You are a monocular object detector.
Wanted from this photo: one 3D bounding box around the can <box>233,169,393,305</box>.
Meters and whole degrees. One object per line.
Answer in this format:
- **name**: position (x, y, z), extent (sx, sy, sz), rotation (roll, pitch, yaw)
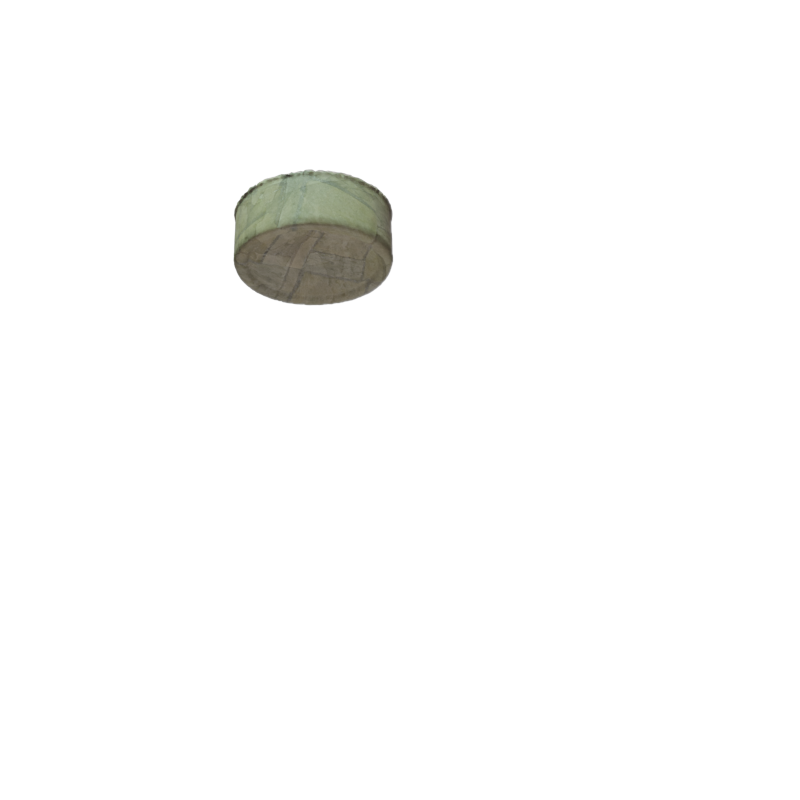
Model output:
- **can**: position (-0.046, -0.085, 0.593), extent (0.086, 0.036, 0.081), rotation (1, -27, -2)
